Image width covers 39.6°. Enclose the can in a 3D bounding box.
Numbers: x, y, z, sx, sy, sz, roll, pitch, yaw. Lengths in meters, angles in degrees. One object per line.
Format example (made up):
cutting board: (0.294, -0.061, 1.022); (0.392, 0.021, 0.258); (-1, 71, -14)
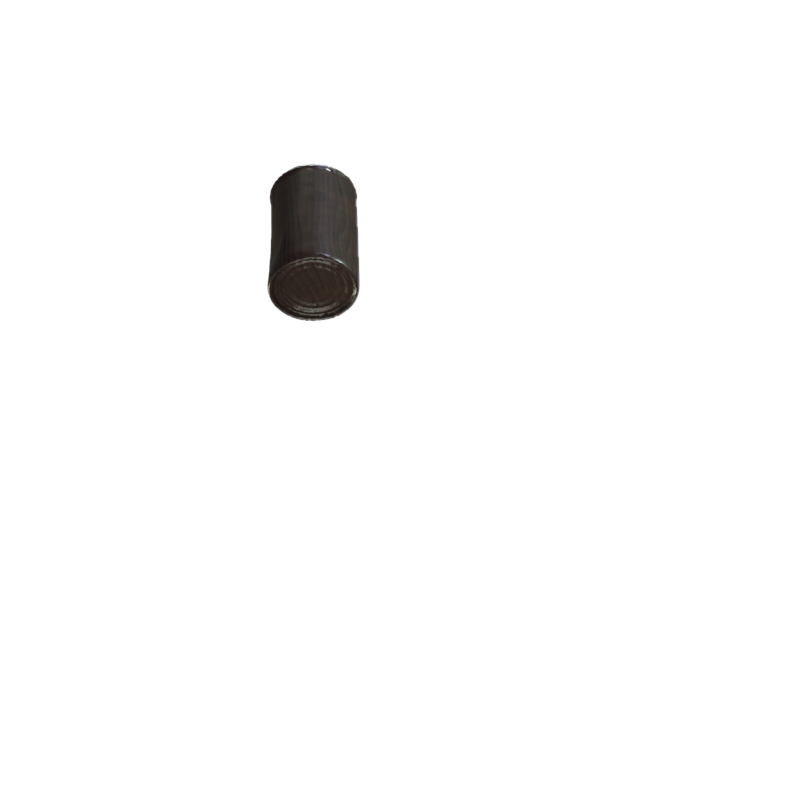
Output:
can: (-0.065, -0.118, 0.825); (0.068, 0.110, 0.064); (-1, -43, -3)
